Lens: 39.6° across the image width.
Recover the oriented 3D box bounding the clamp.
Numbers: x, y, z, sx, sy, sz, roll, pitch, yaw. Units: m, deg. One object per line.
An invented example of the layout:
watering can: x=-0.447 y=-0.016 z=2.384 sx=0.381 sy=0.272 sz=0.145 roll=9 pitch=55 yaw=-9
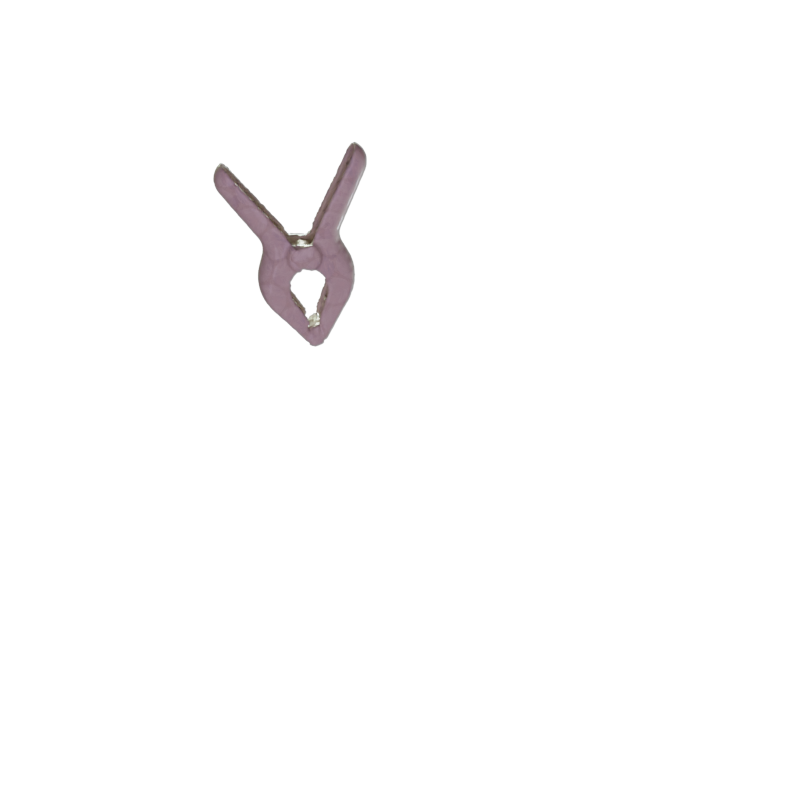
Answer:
clamp: x=-0.070 y=-0.128 z=0.897 sx=0.121 sy=0.161 sz=0.041 roll=-14 pitch=27 yaw=7
